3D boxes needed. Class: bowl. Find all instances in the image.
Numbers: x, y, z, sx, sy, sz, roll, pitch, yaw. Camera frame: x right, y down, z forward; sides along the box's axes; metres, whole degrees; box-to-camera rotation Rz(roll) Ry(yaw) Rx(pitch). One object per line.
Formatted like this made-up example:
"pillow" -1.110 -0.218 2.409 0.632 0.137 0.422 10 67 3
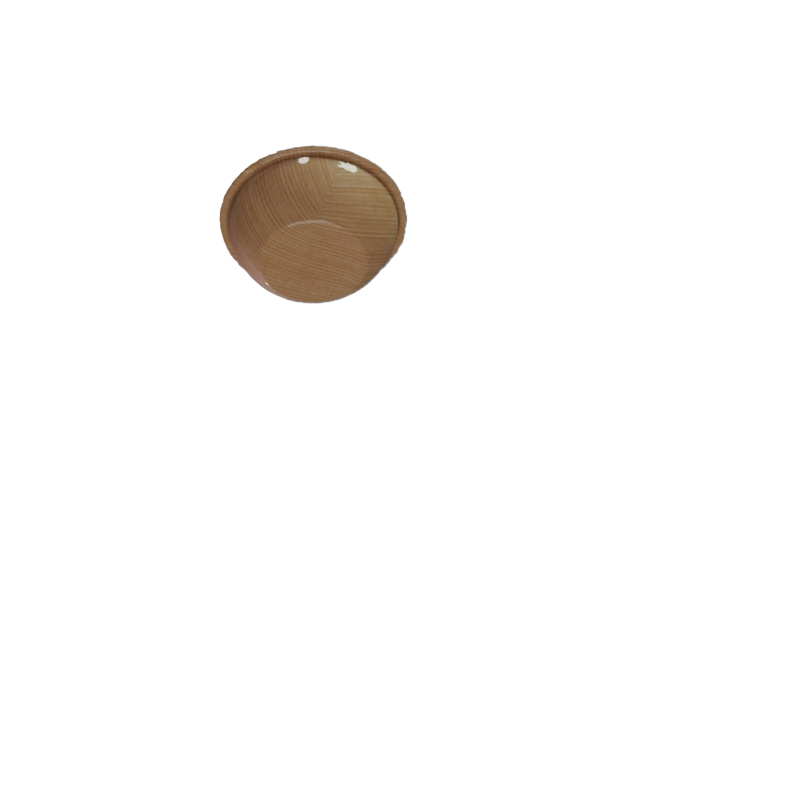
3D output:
"bowl" -0.073 -0.133 0.934 0.162 0.151 0.059 1 44 -1
